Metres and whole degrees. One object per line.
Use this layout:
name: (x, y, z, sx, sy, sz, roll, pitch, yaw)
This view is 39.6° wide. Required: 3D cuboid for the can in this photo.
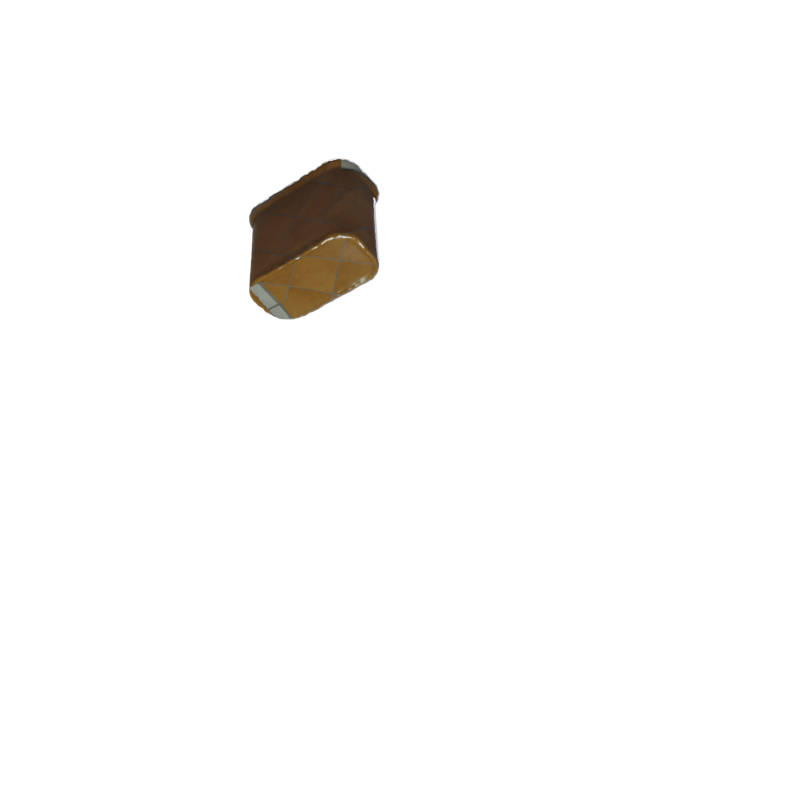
can: (-0.064, -0.117, 0.818, 0.102, 0.090, 0.053, -28, -50, 24)
